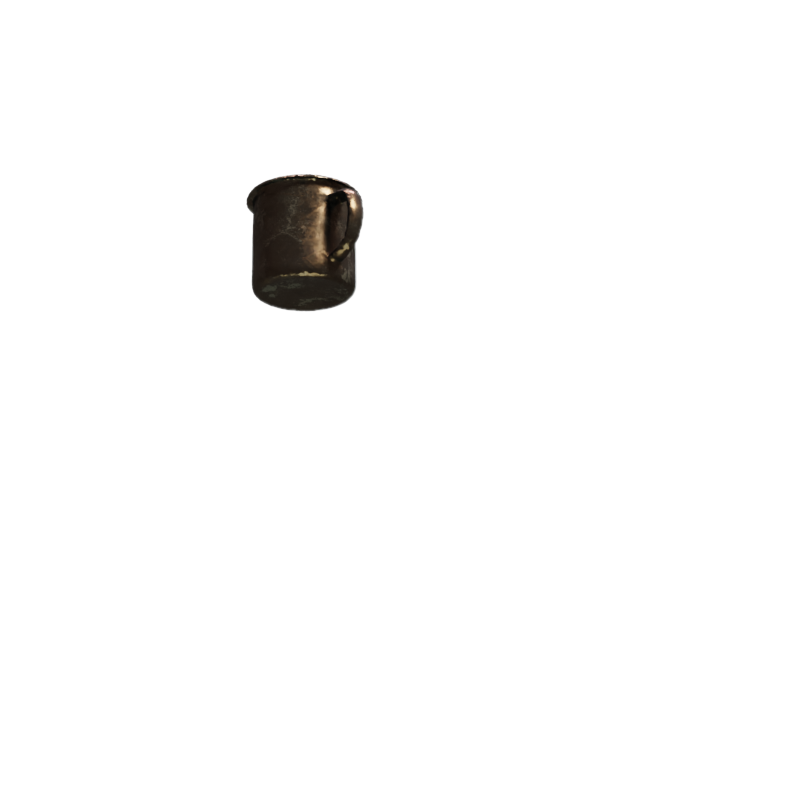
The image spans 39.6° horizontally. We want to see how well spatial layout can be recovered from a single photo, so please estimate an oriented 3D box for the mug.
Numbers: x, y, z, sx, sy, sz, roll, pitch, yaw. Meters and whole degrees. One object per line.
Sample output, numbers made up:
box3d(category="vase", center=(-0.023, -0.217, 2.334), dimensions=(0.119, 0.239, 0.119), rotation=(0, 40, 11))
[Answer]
box3d(category="mug", center=(-0.068, -0.124, 0.867), dimensions=(0.088, 0.086, 0.118), rotation=(16, -26, -38))
